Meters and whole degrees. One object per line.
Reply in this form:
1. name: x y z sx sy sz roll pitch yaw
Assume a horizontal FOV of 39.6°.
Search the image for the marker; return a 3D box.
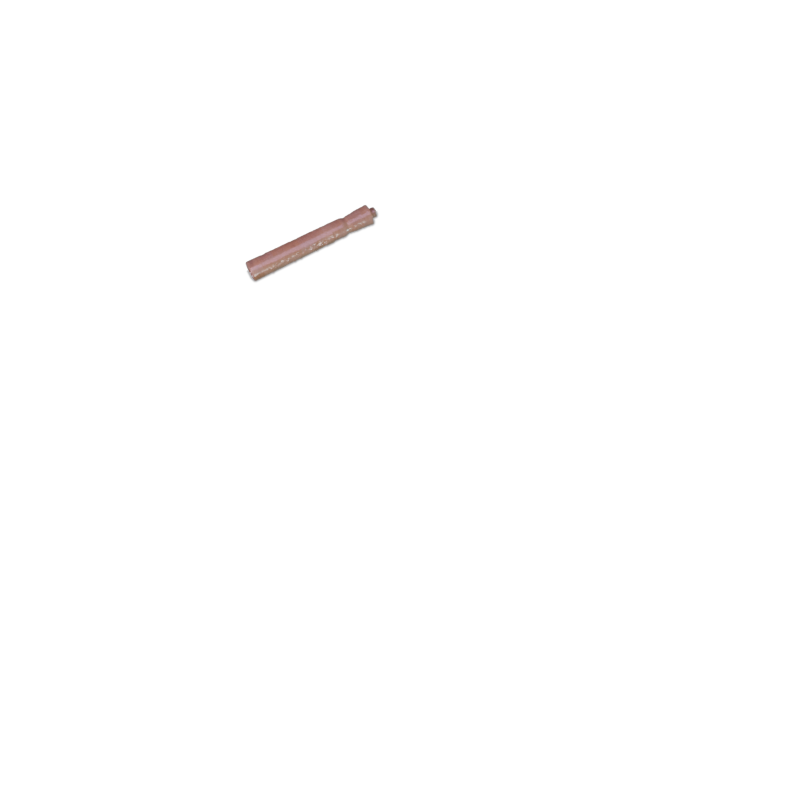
1. marker: -0.074 -0.136 0.949 0.121 0.019 0.020 -27 9 -9
